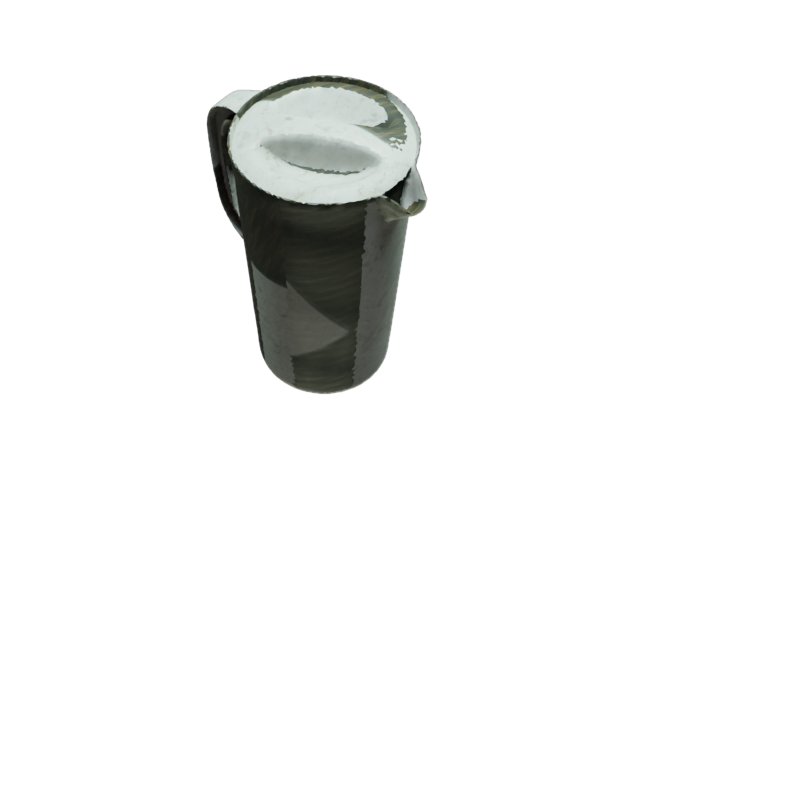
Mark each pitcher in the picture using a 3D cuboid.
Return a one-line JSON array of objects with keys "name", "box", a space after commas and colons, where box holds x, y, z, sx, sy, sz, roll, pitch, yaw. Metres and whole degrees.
[{"name": "pitcher", "box": [-0.066, -0.121, 0.845, 0.144, 0.161, 0.227, -5, -38, -7]}]
